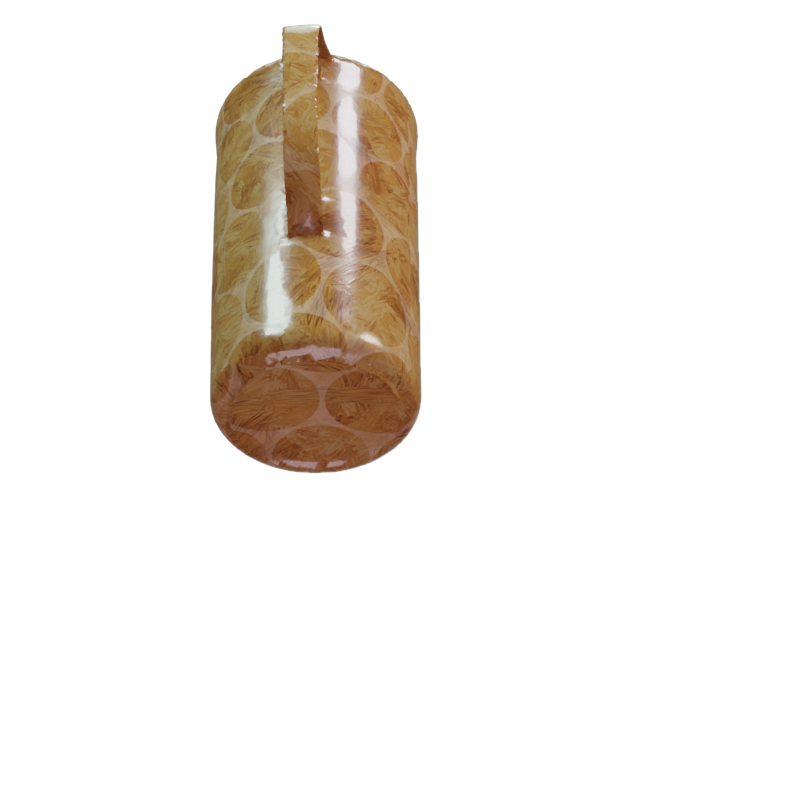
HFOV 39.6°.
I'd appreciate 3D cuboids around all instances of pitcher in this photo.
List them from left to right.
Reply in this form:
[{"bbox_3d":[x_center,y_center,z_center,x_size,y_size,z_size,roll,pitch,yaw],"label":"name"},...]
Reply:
[{"bbox_3d":[-0.050,-0.091,0.640,0.140,0.261,0.143,32,-54,-31],"label":"pitcher"}]
